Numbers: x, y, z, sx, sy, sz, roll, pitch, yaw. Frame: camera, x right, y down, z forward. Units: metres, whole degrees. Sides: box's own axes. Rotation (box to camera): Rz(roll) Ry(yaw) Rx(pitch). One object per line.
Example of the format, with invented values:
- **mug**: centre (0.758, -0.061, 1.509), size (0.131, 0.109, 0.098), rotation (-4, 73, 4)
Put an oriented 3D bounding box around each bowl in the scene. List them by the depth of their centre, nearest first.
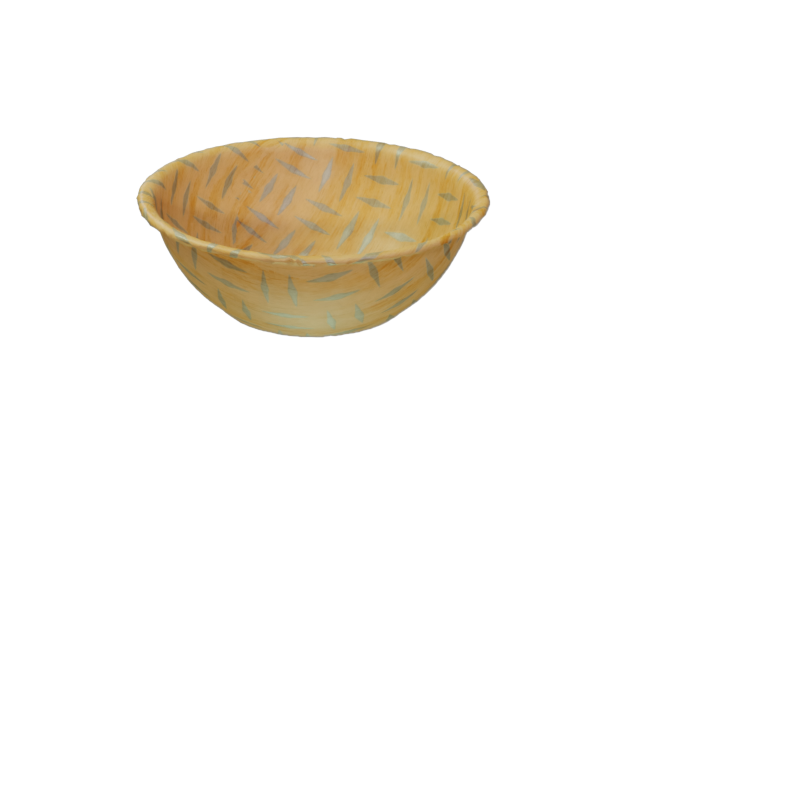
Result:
- **bowl**: centre (-0.041, -0.074, 0.521), size (0.162, 0.052, 0.172), rotation (-1, 29, -2)
